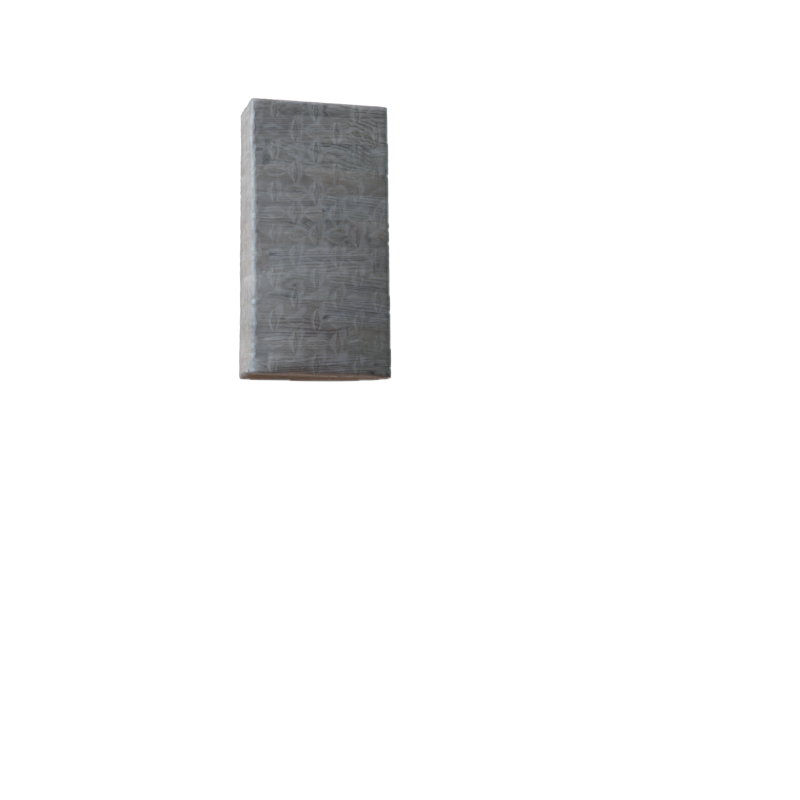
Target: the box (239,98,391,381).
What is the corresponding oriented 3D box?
[{"bbox_3d":[-0.056,-0.102,0.712,0.091,0.181,0.048,2,-11,-15],"label":"box"}]
